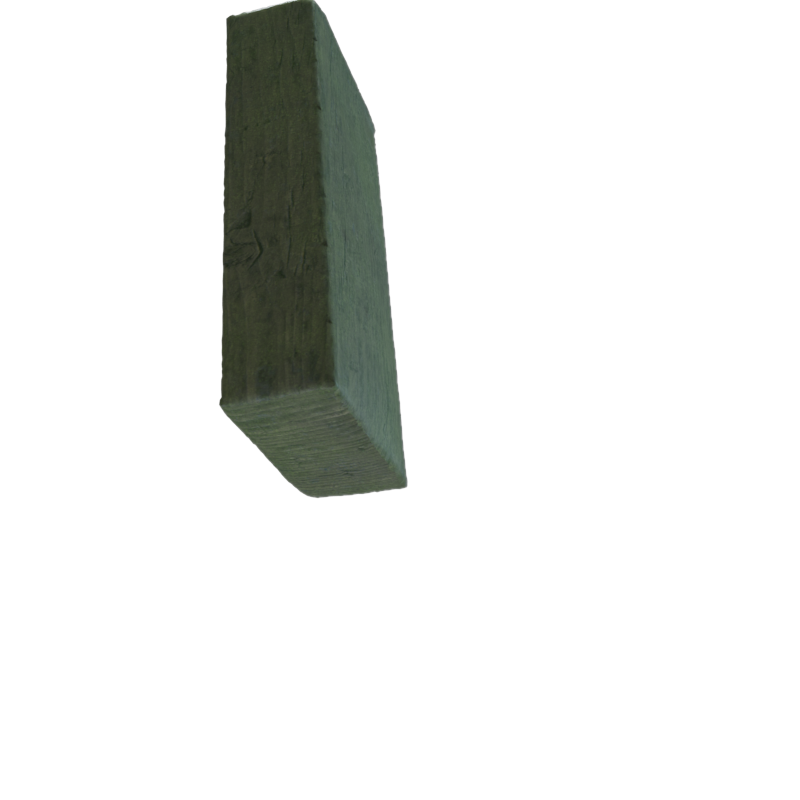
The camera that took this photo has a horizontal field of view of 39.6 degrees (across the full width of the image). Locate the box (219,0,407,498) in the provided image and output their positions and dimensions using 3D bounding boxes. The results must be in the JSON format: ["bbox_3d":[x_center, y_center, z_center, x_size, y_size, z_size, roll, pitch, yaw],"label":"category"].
[{"bbox_3d":[-0.033,-0.061,0.429,0.049,0.188,0.086,-10,-31,13],"label":"box"}]
